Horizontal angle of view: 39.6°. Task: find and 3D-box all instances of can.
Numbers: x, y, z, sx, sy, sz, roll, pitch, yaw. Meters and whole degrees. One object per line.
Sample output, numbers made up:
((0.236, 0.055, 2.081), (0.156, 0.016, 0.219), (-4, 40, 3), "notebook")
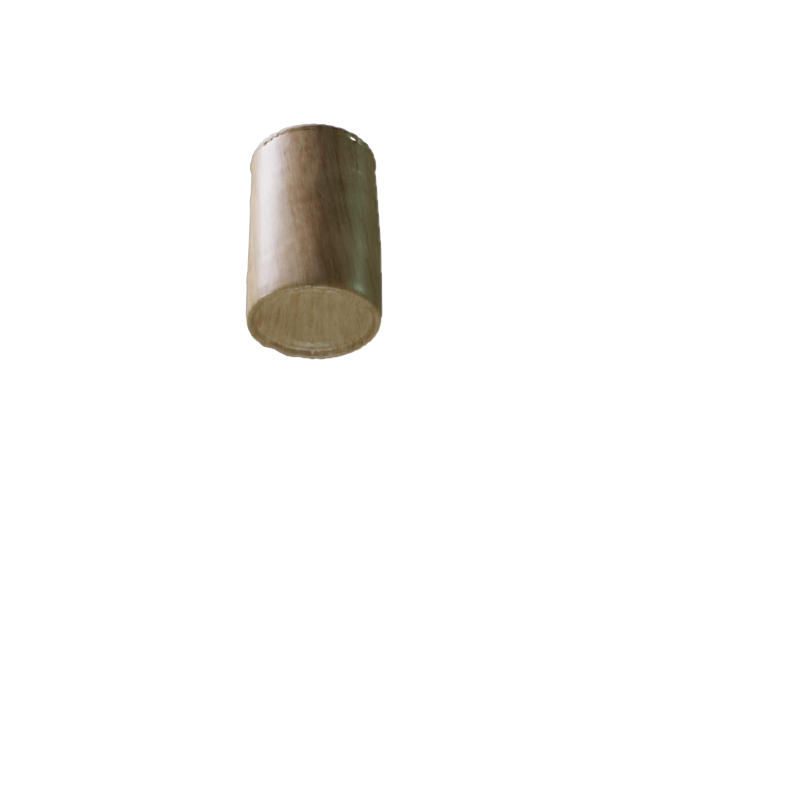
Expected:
((-0.044, -0.081, 0.566), (0.068, 0.109, 0.064), (-1, -34, -2), "can")
